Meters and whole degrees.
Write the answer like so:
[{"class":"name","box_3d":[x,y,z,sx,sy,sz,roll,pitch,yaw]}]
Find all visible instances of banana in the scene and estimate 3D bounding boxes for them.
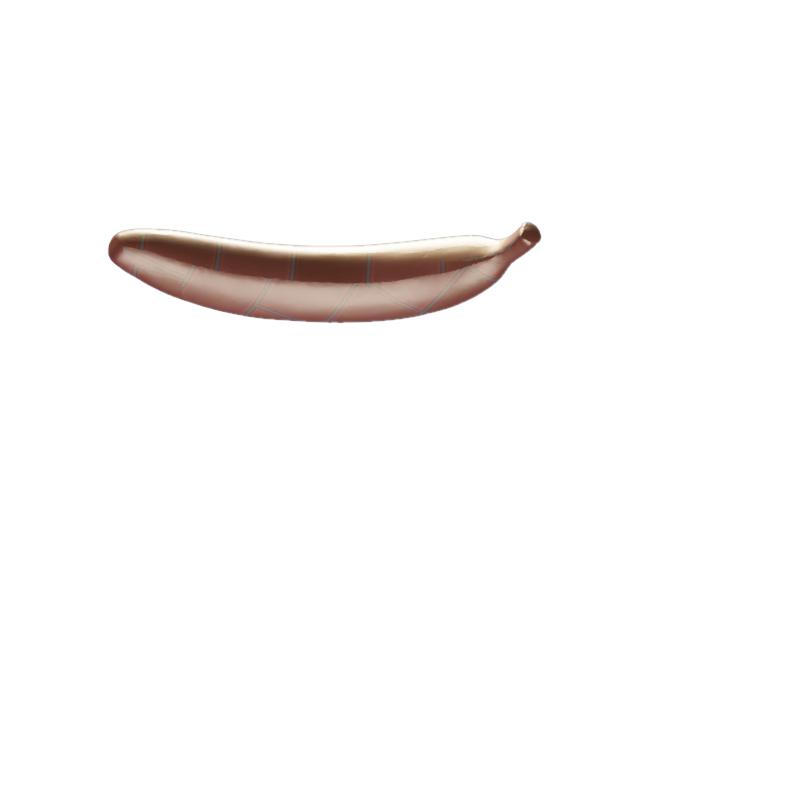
[{"class":"banana","box_3d":[-0.036,-0.064,0.531,0.198,0.039,0.065,-2,-36,3]}]
